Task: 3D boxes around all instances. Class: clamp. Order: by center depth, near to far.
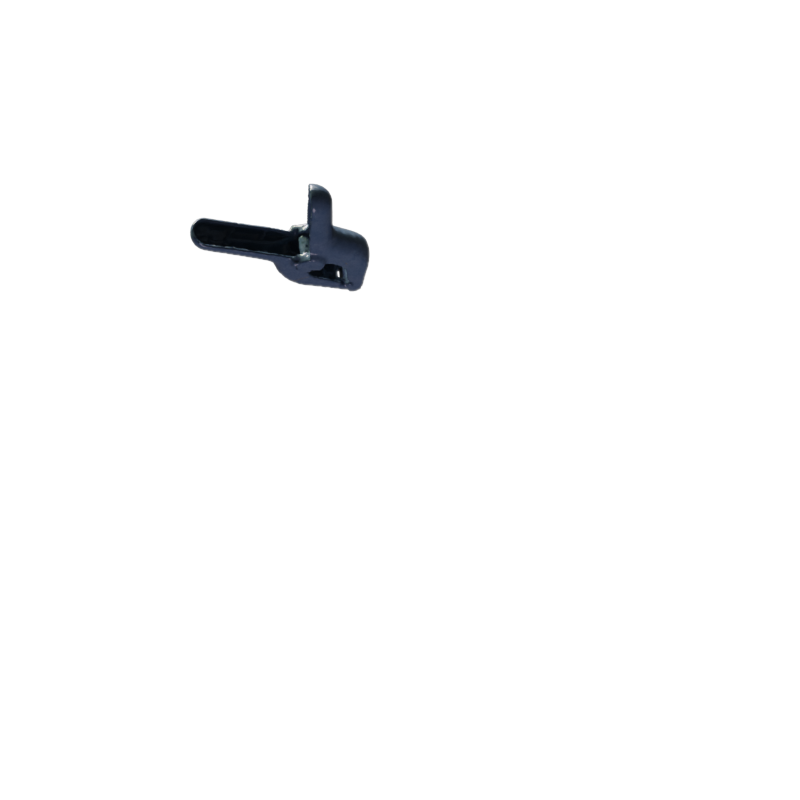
[{"bbox_3d":[-0.069,-0.126,0.885,0.123,0.041,0.162,-8,-13,36],"label":"clamp"}]
